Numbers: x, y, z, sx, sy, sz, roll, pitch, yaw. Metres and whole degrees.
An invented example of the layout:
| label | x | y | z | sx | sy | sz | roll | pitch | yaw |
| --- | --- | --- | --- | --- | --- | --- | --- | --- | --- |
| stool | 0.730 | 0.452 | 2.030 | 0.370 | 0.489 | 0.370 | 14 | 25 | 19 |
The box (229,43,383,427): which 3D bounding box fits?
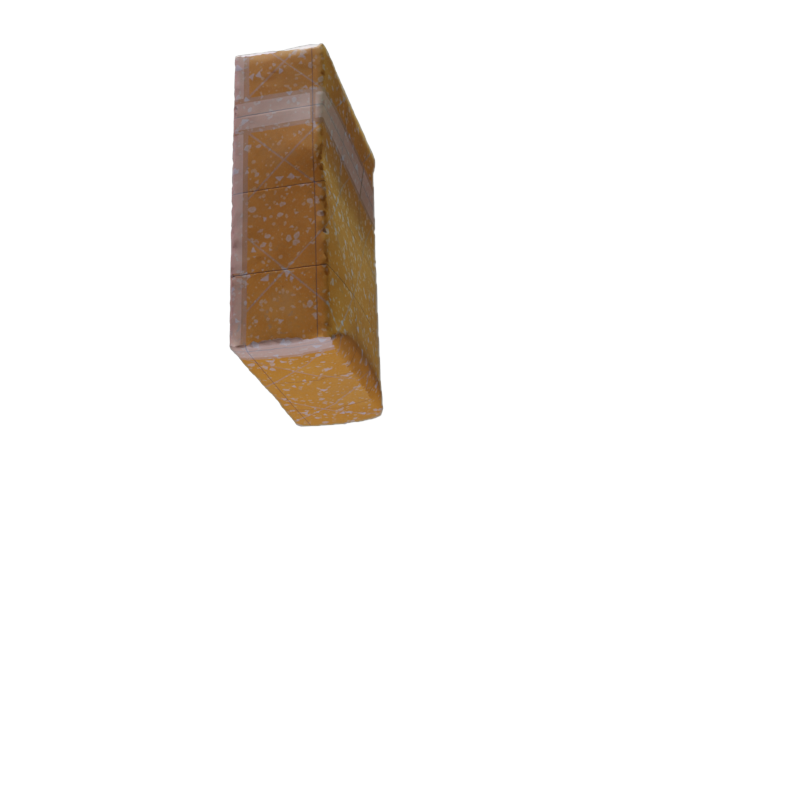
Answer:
| label | x | y | z | sx | sy | sz | roll | pitch | yaw |
| --- | --- | --- | --- | --- | --- | --- | --- | --- | --- |
| box | -0.059 | -0.108 | 0.759 | 0.073 | 0.226 | 0.153 | -6 | -24 | 10 |
